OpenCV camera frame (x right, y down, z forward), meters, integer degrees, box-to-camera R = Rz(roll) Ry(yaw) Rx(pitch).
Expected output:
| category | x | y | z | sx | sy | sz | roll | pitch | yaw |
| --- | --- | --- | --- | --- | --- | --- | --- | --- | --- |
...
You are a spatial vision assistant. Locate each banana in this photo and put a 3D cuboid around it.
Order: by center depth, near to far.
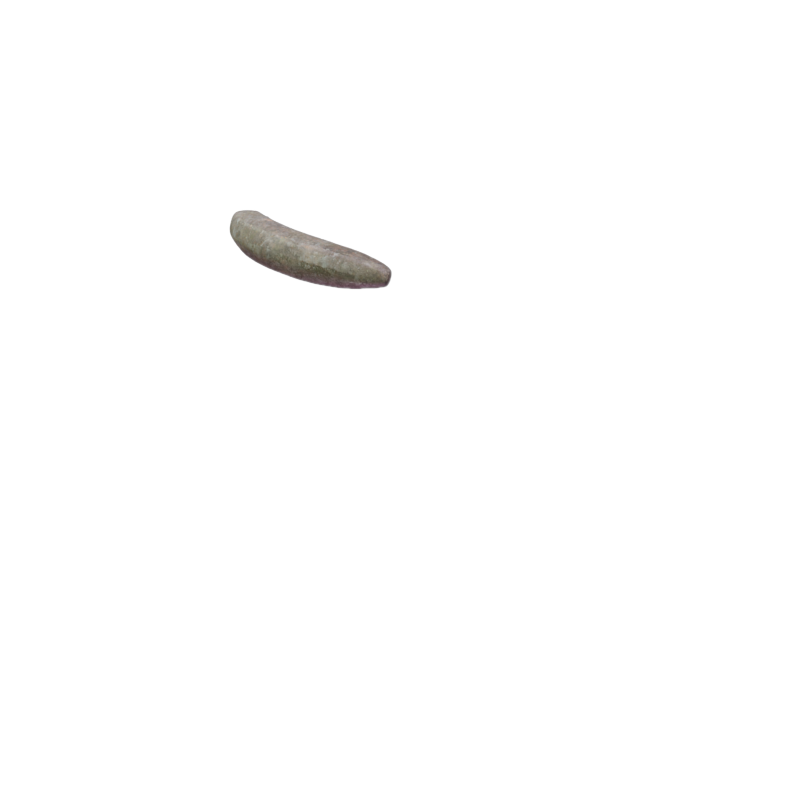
| category | x | y | z | sx | sy | sz | roll | pitch | yaw |
| --- | --- | --- | --- | --- | --- | --- | --- | --- | --- |
| banana | -0.090 | -0.130 | 0.925 | 0.068 | 0.035 | 0.212 | -16 | 30 | -31 |
